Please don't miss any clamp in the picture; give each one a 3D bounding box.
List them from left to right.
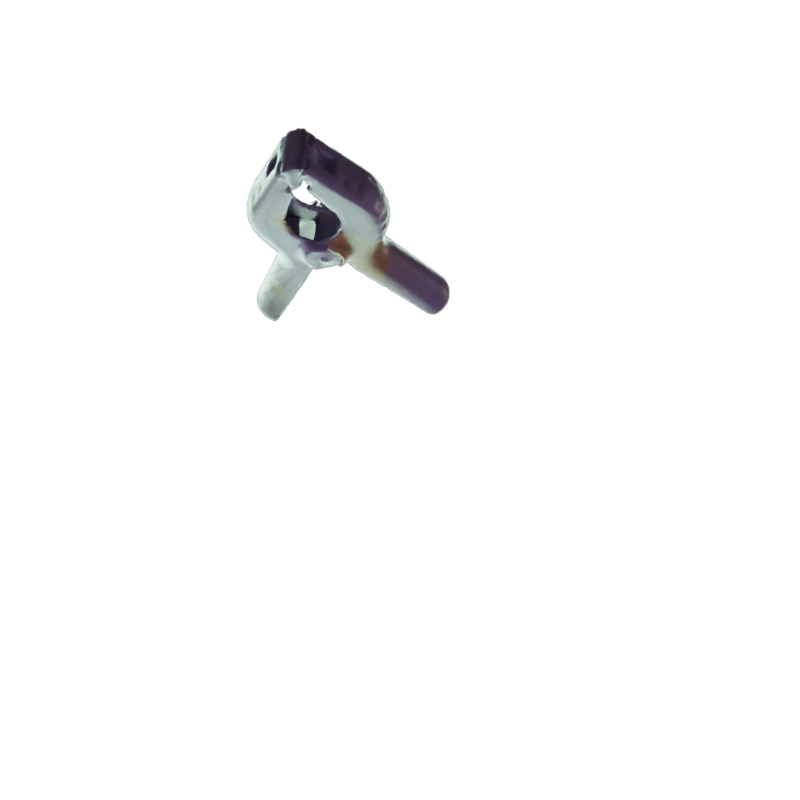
[{"bbox_3d":[-0.050,-0.091,0.641,0.121,0.042,0.158,-11,-33,17],"label":"clamp"}]
